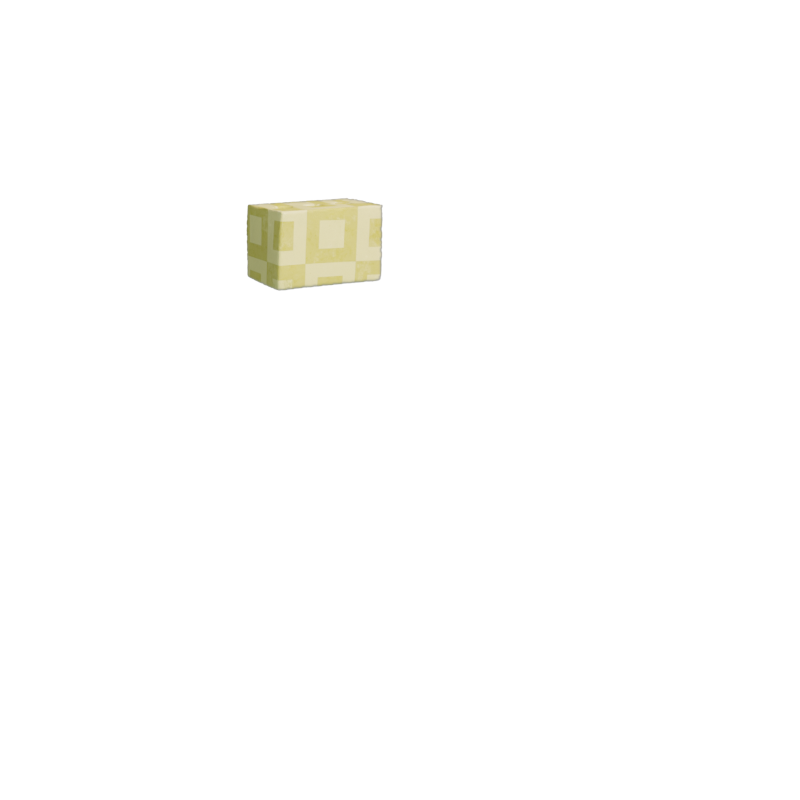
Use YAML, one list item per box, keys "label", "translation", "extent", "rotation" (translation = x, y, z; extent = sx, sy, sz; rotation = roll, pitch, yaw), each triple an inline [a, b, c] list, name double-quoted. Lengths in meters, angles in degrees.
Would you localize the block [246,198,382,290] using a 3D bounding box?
- label: "block"
  translation: [-0.058, -0.106, 0.739]
  extent: [0.076, 0.050, 0.056]
  rotation: [-8, 16, -30]
